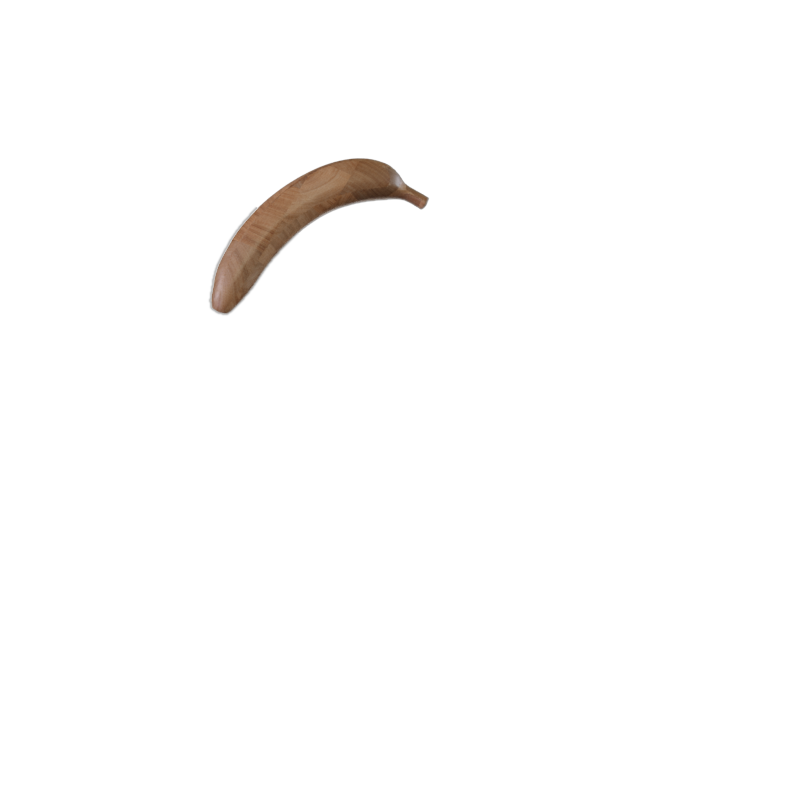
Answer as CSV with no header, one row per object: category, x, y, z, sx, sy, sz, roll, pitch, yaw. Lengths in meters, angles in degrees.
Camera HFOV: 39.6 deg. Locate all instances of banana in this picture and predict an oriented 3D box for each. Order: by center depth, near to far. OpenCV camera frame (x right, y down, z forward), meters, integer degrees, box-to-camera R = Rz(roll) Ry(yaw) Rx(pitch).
banana,-0.075,-0.143,0.883,0.198,0.073,0.035,-30,-17,-11
